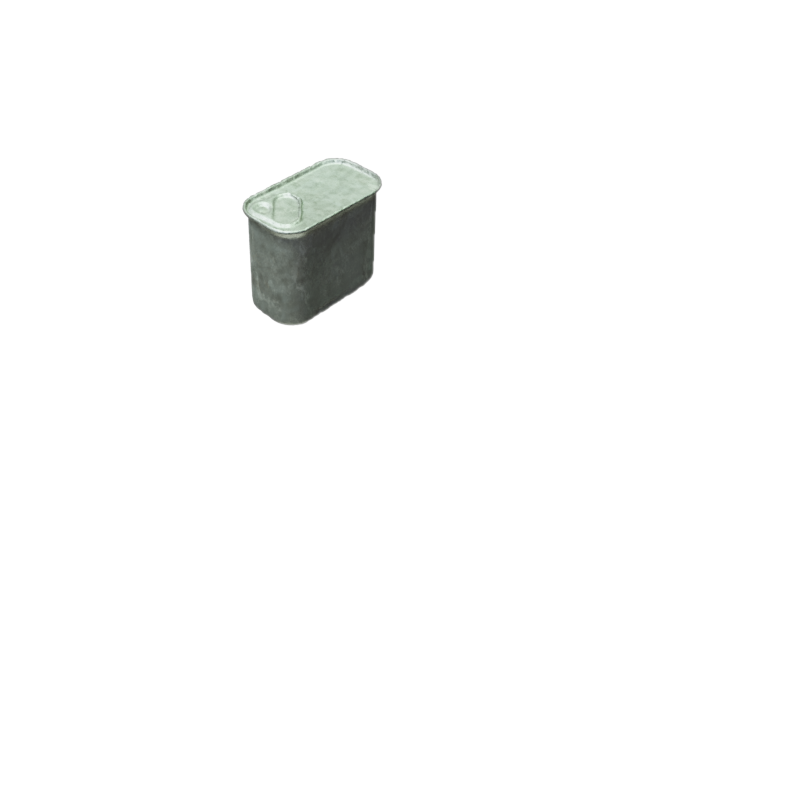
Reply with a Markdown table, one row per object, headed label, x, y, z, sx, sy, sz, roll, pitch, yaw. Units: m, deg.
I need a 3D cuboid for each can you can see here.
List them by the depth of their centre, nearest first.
| label | x | y | z | sx | sy | sz | roll | pitch | yaw |
| --- | --- | --- | --- | --- | --- | --- | --- | --- | --- |
| can | -0.062 | -0.114 | 0.796 | 0.061 | 0.078 | 0.102 | 31 | 47 | 31 |
